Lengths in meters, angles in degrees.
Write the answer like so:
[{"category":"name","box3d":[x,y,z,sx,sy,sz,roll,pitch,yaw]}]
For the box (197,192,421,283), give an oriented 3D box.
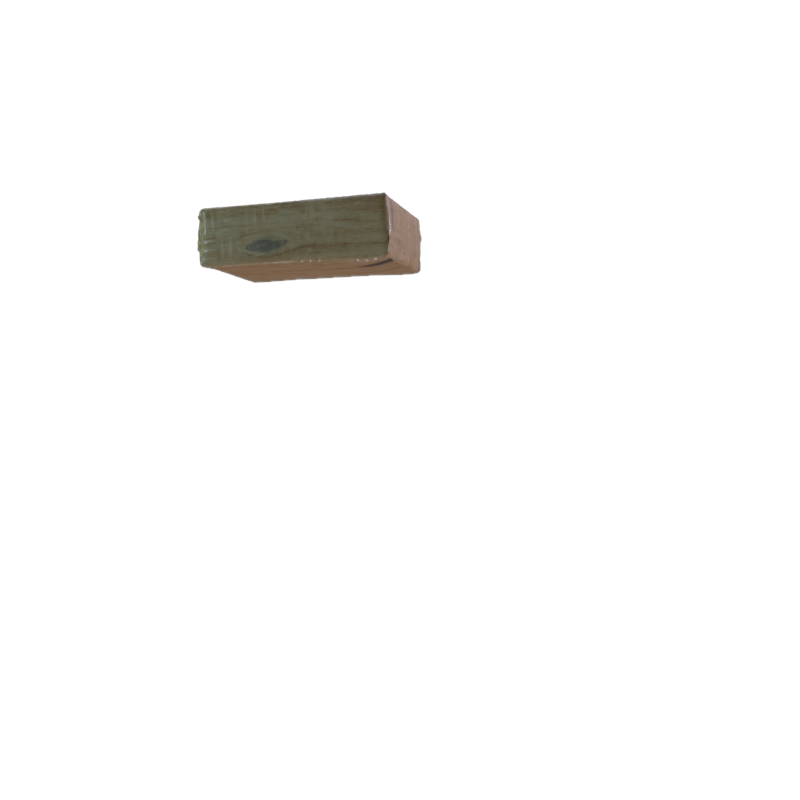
[{"category":"box","box3d":[-0.051,-0.093,0.654,0.116,0.039,0.087,0,-1,15]}]
